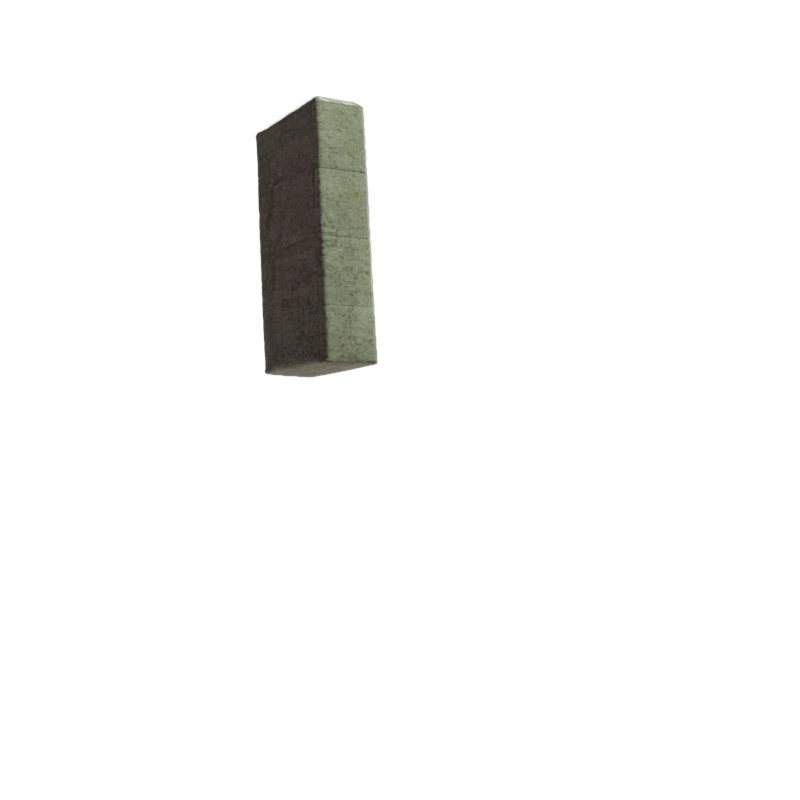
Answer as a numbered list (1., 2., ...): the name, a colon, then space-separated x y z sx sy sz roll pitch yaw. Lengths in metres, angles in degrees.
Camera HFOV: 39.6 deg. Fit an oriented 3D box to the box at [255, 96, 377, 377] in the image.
1. box: -0.059 -0.107 0.752 0.046 0.181 0.095 6 -13 -31
